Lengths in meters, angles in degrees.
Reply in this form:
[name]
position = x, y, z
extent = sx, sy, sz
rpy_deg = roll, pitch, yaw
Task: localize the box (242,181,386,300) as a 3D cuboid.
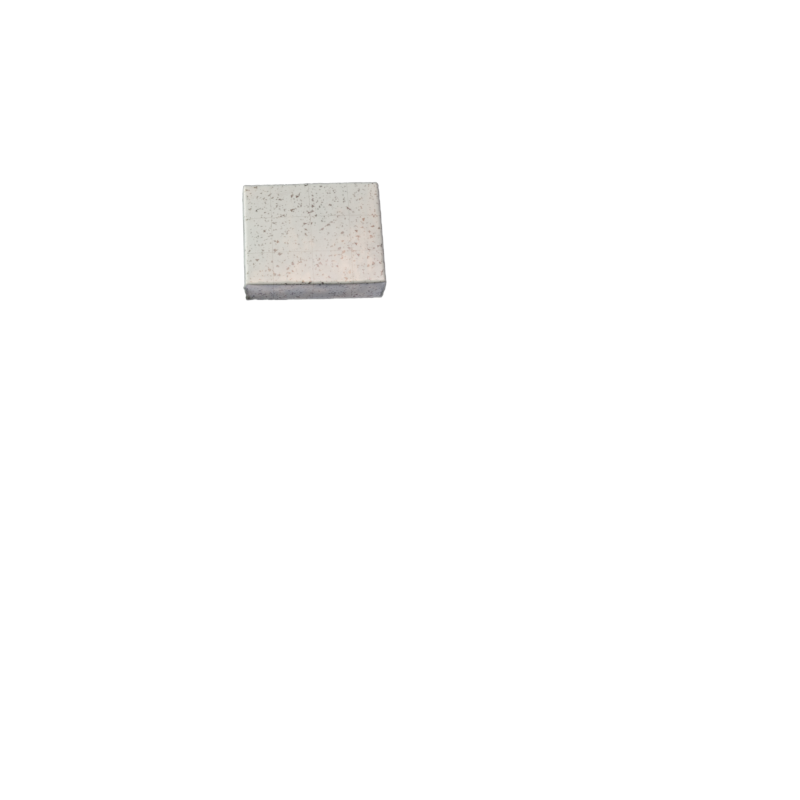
[box]
position = -0.070, -0.127, 0.889
extent = 0.113, 0.095, 0.037
rpy_deg = -3, -26, -2
